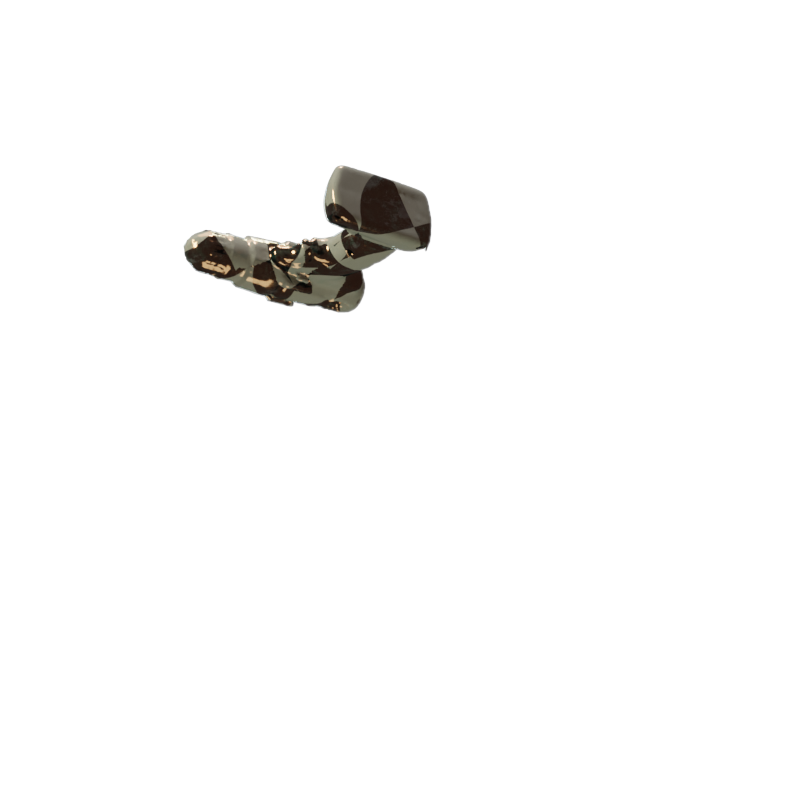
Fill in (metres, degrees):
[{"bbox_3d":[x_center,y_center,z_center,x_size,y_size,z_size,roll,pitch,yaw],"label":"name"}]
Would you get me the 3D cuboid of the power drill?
[{"bbox_3d":[-0.077,-0.141,0.989,0.176,0.060,0.187,12,-22,-32],"label":"power drill"}]
